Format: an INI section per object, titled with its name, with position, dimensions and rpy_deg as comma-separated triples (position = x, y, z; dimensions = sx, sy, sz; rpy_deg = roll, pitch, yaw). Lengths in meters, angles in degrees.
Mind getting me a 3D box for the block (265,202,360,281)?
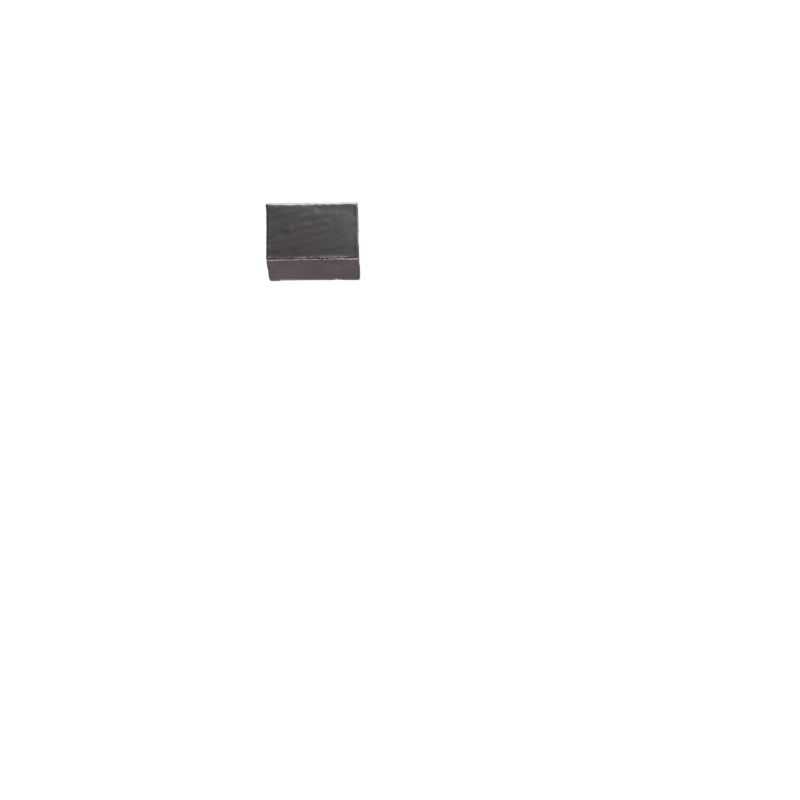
[block]
position = -0.072, -0.131, 0.919
dimensions = 0.078, 0.054, 0.050
rpy_deg = 0, -18, -1
